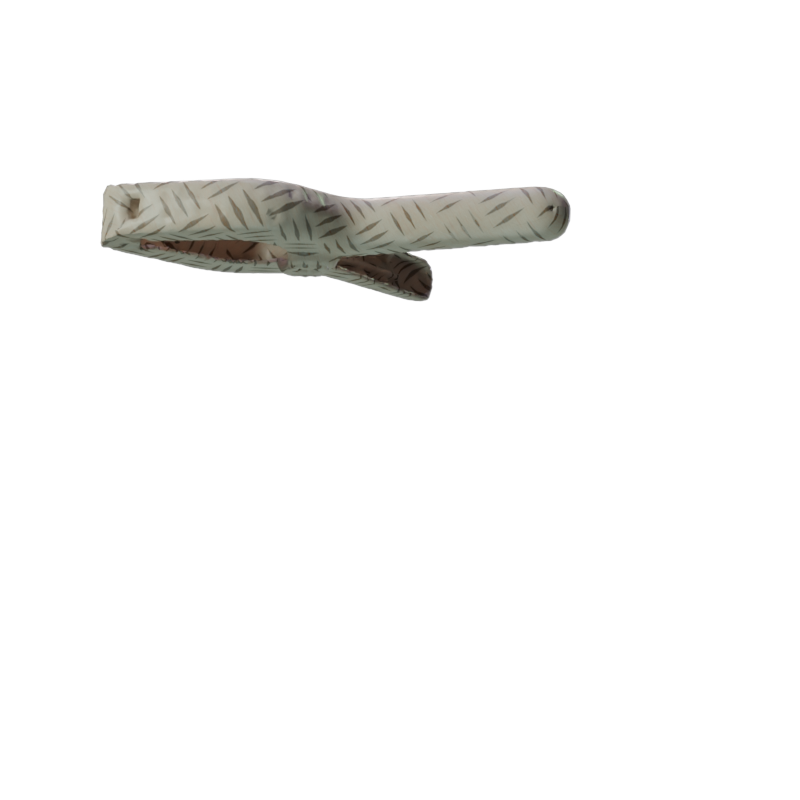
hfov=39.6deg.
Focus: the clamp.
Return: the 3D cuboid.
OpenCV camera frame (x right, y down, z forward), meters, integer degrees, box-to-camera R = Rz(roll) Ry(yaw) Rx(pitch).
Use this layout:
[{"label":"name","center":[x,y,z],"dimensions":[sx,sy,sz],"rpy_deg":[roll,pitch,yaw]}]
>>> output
[{"label":"clamp","center":[-0.044,-0.080,0.558],"dimensions":[0.206,0.037,0.163],"rpy_deg":[2,-9,-13]}]
